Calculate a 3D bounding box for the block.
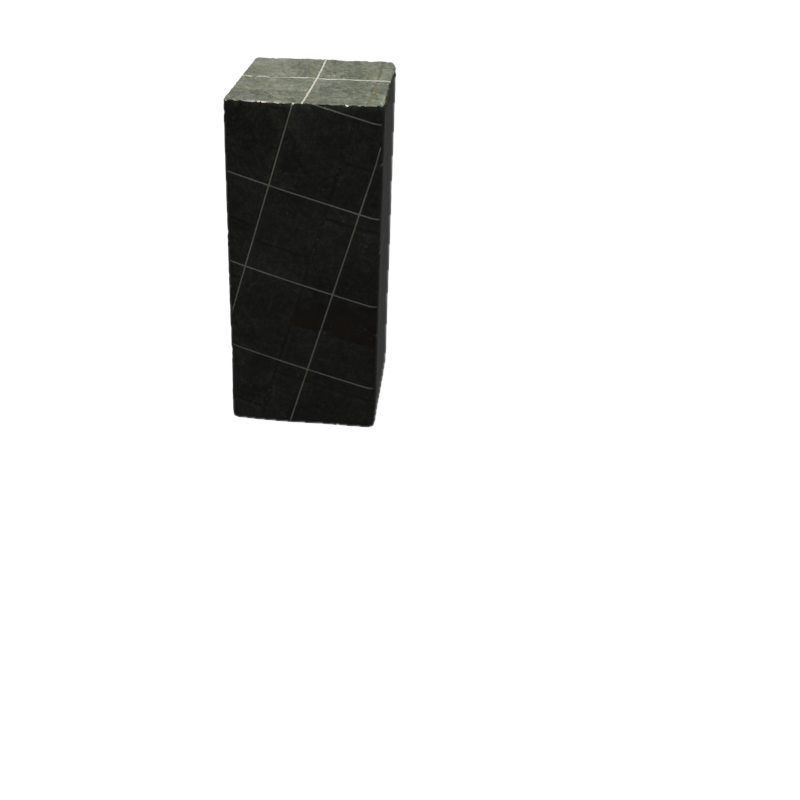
[{"bbox_3d":[-0.053,-0.097,0.680,0.091,0.195,0.095,4,27,5],"label":"block"}]
